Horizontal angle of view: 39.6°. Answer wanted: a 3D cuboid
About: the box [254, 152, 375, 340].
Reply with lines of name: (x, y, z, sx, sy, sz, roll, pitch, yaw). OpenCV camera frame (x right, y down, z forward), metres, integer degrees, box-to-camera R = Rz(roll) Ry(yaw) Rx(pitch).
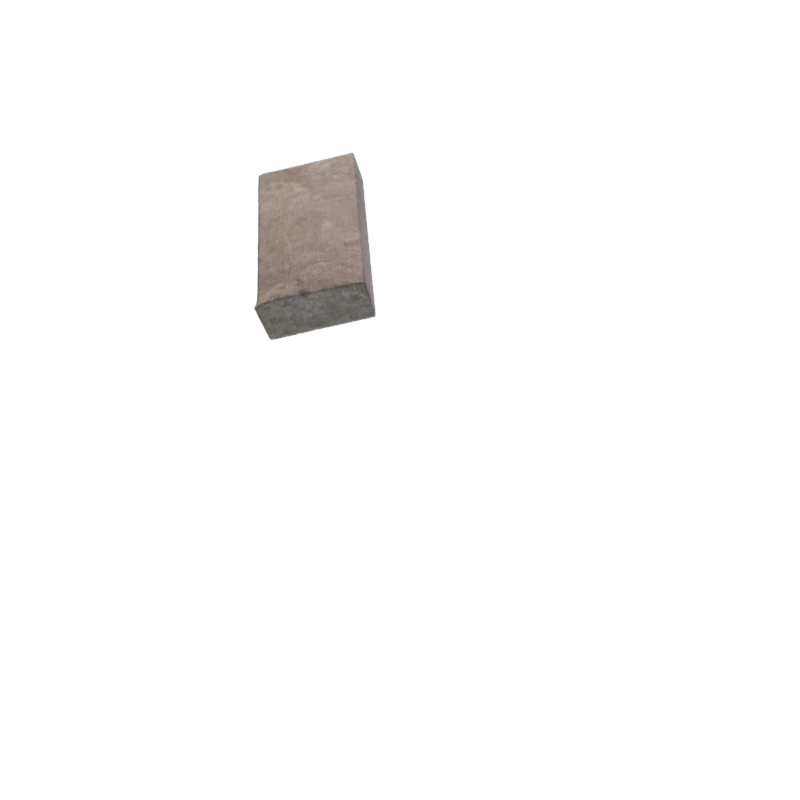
box: (-0.074, -0.135, 0.950, 0.094, 0.044, 0.189, -12, 43, 8)
